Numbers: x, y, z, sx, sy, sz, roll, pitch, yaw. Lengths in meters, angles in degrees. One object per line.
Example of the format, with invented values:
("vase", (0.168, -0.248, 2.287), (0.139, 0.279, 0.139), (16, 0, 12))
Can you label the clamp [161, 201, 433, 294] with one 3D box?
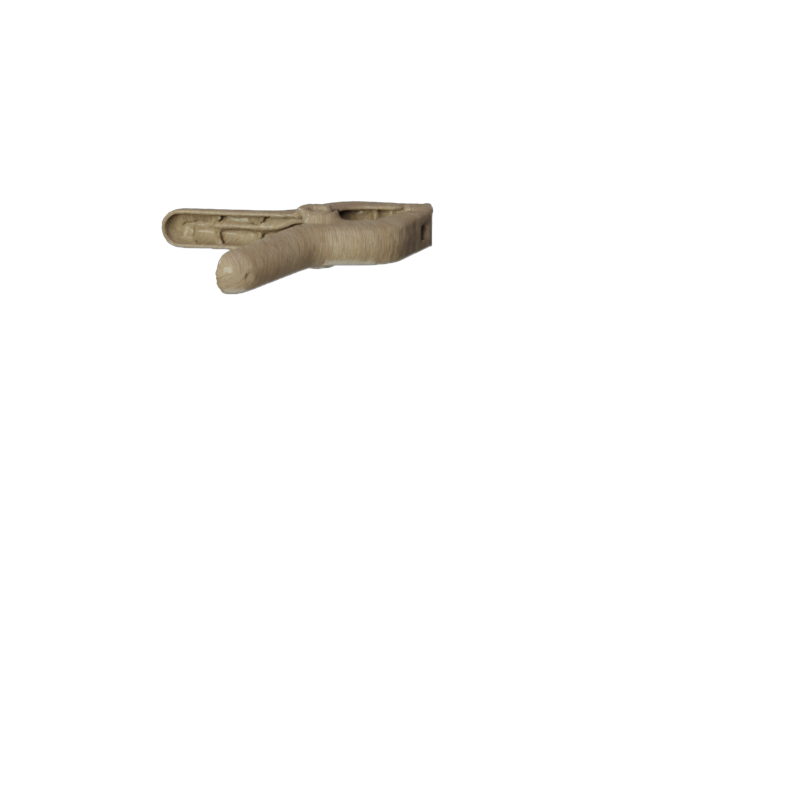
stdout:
("clamp", (-0.053, -0.096, 0.675), (0.169, 0.037, 0.129), (-8, 30, -14))
